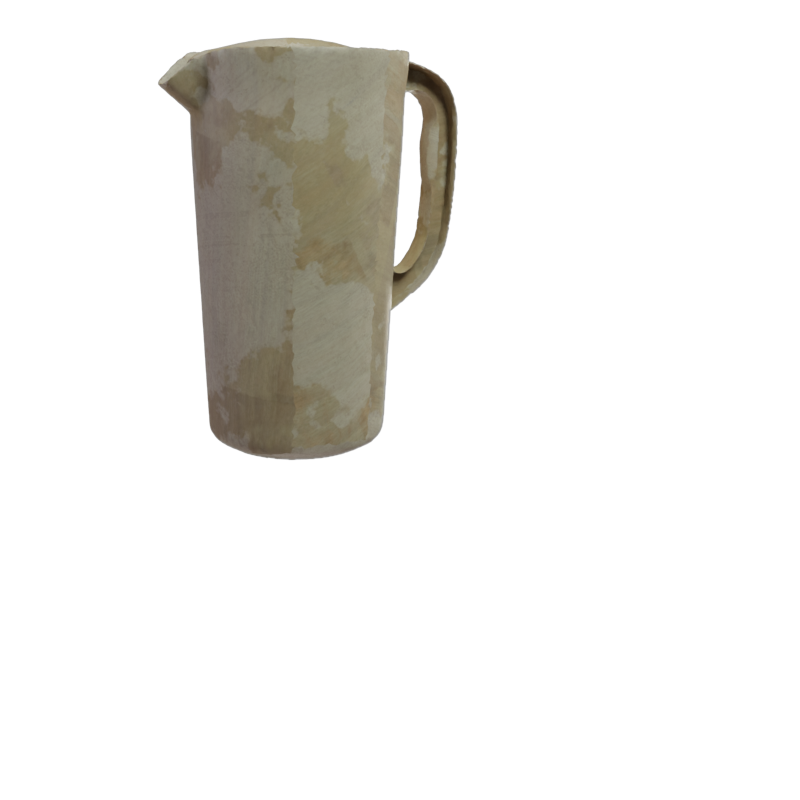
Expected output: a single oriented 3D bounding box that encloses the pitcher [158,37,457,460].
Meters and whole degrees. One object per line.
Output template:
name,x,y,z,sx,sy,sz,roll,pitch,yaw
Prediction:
pitcher,-0.053,-0.096,0.675,0.153,0.238,0.144,4,11,18
